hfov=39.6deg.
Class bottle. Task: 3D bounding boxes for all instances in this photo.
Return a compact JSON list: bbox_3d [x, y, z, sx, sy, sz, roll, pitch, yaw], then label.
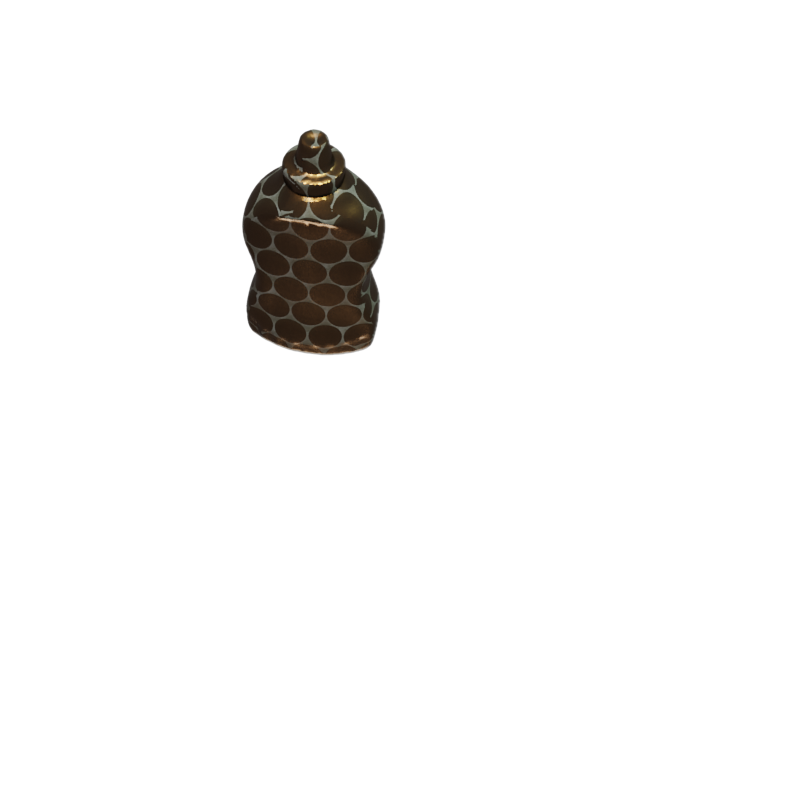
[{"bbox_3d":[-0.060,-0.109,0.761,0.097,0.062,0.179,11,-37,5],"label":"bottle"}]
